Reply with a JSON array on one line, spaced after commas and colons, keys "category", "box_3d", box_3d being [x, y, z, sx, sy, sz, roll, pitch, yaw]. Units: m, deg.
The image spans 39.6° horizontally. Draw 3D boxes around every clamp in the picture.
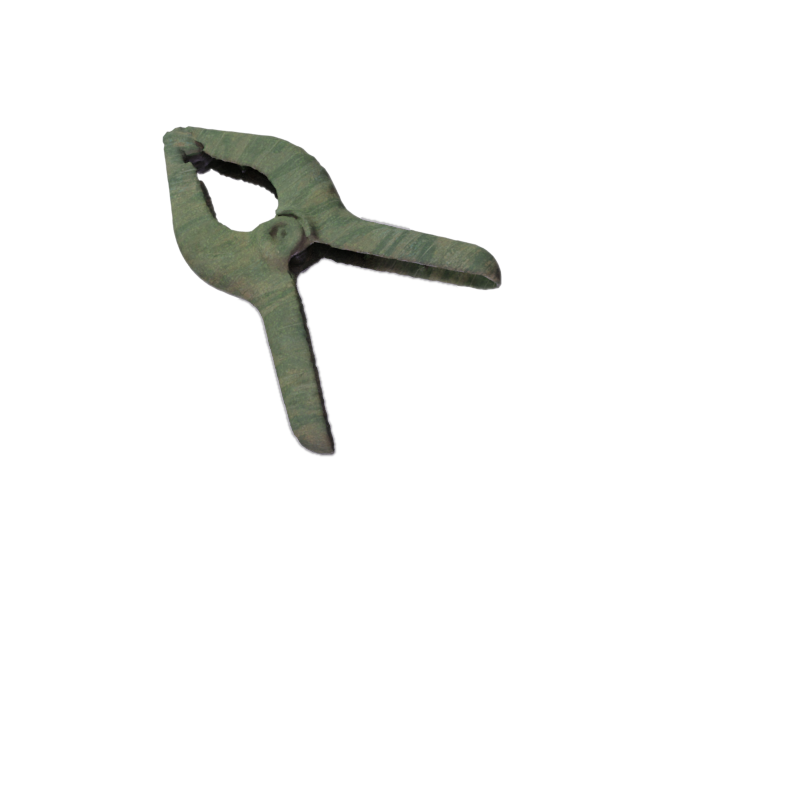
[{"category": "clamp", "box_3d": [-0.041, -0.074, 0.519, 0.120, 0.179, 0.037, -34, -17, -12]}]
